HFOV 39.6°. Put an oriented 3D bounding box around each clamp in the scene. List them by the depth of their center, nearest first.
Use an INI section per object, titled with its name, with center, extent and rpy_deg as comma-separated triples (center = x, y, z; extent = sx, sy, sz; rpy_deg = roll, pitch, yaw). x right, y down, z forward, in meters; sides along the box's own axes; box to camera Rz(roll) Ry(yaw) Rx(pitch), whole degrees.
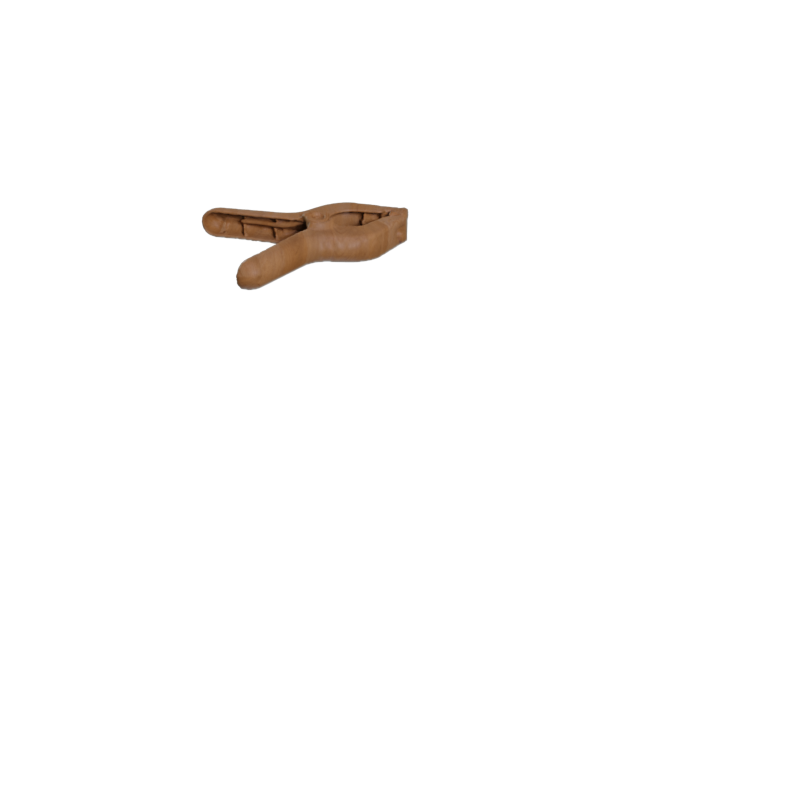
[clamp]
center = -0.071, -0.129, 0.901
extent = 0.170, 0.037, 0.130
rpy_deg = -7, 38, -10
